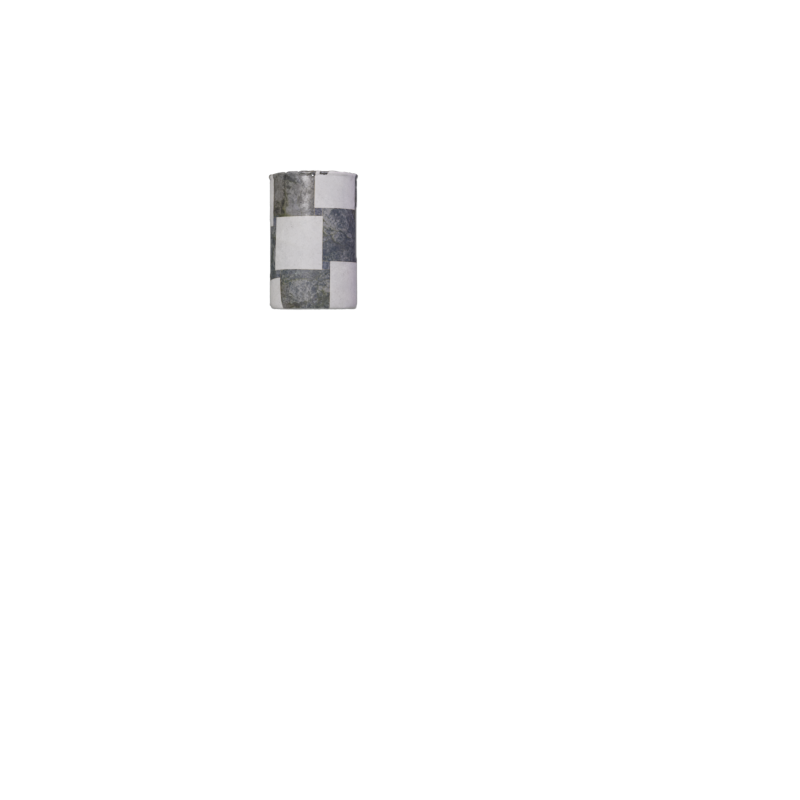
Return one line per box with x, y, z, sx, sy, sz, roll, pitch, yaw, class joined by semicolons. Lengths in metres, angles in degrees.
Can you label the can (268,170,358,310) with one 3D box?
-0.066;-0.120;0.842;0.068;0.103;0.068;0;0;-2;can
